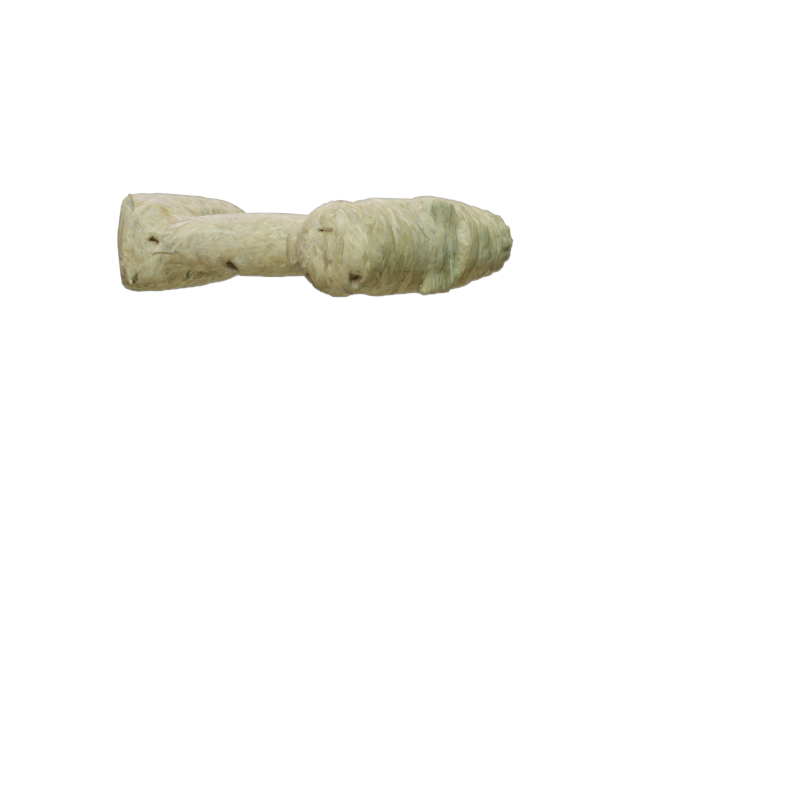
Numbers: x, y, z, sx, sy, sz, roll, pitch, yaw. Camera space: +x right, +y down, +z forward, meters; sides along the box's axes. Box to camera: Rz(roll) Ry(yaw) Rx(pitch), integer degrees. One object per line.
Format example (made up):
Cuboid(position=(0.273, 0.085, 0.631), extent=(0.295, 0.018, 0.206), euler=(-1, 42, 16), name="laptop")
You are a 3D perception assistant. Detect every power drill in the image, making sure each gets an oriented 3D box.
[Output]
Cuboid(position=(-0.049, -0.089, 0.622), extent=(0.195, 0.057, 0.179), euler=(4, 7, 31), name="power drill")
